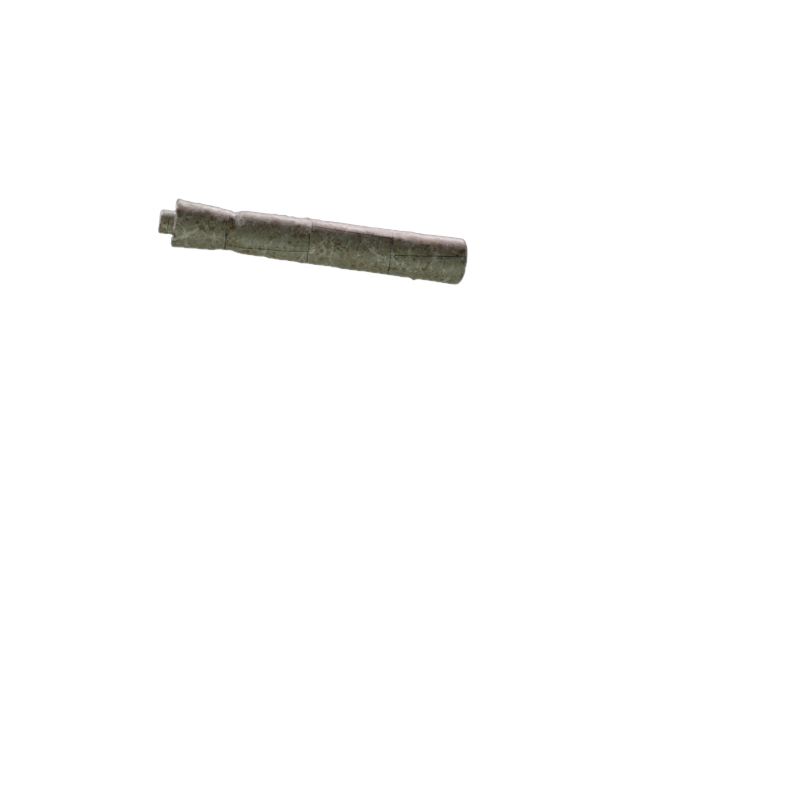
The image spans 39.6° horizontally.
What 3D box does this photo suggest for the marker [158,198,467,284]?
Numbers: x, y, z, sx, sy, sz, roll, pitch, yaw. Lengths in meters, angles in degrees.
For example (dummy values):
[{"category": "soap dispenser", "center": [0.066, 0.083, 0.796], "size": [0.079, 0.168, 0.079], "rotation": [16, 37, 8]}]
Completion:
[{"category": "marker", "center": [-0.034, -0.062, 0.435], "size": [0.119, 0.020, 0.020], "rotation": [7, 3, -9]}]
